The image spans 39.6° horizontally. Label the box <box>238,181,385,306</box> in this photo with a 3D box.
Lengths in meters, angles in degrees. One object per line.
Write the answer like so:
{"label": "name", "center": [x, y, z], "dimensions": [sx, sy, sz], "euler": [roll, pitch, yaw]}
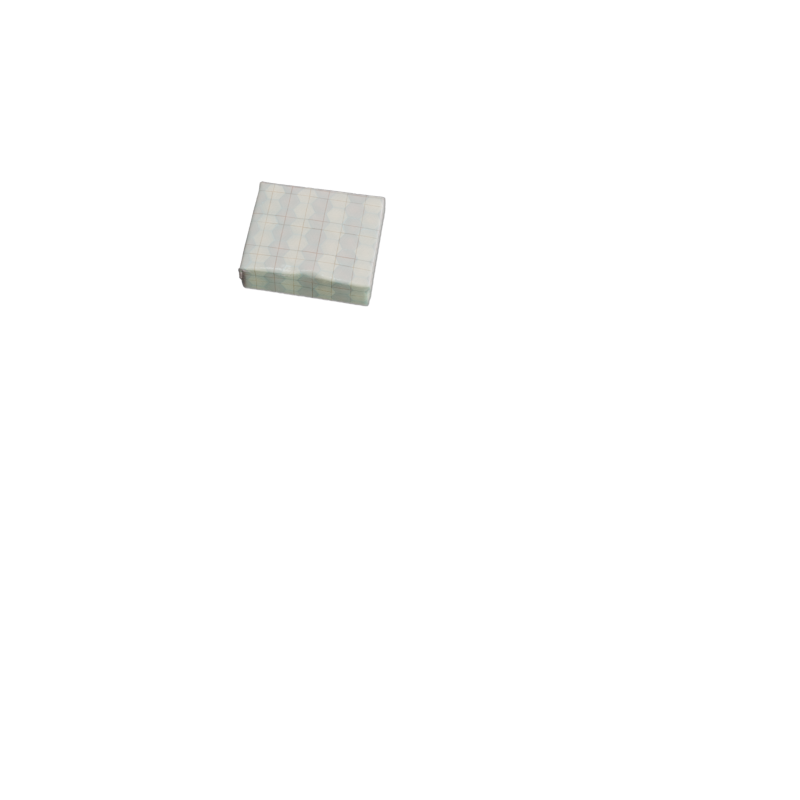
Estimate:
{"label": "box", "center": [-0.059, -0.107, 0.750], "dimensions": [0.090, 0.077, 0.028], "euler": [8, -30, 4]}
